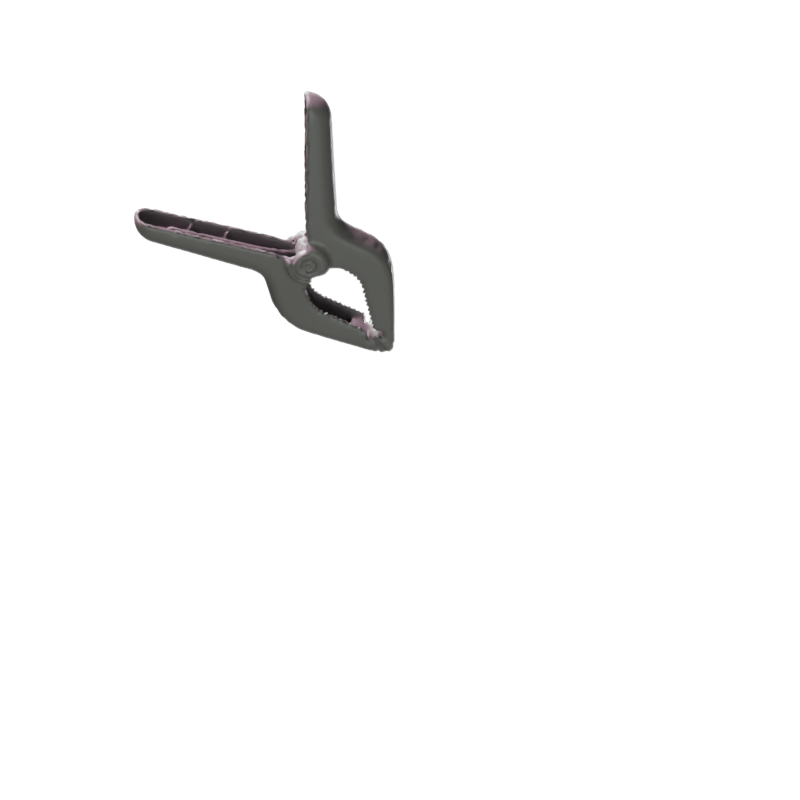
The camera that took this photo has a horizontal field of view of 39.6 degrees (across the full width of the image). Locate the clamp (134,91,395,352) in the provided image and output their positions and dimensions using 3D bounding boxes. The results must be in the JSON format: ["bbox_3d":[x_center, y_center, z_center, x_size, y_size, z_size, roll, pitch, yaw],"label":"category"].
[{"bbox_3d":[-0.063,-0.114,0.799,0.163,0.198,0.039,-37,28,23],"label":"clamp"}]
